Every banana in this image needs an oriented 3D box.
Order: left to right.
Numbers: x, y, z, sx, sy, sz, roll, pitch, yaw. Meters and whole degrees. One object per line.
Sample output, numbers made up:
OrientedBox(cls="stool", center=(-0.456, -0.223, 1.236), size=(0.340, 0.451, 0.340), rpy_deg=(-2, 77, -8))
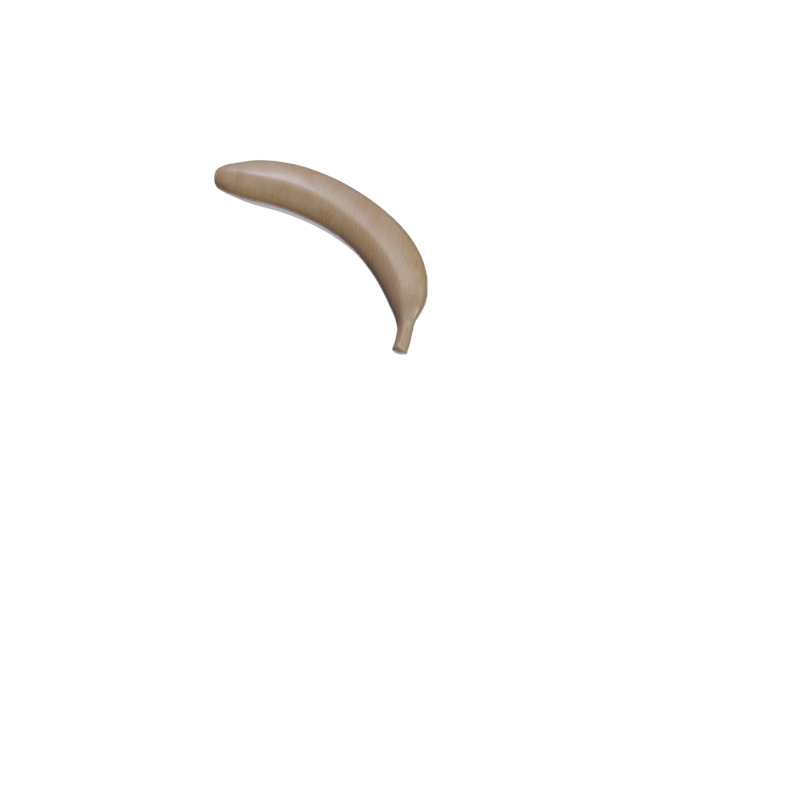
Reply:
OrientedBox(cls="banana", center=(-0.046, -0.122, 0.793), size=(0.070, 0.208, 0.035), rpy_deg=(-40, -21, -19))
